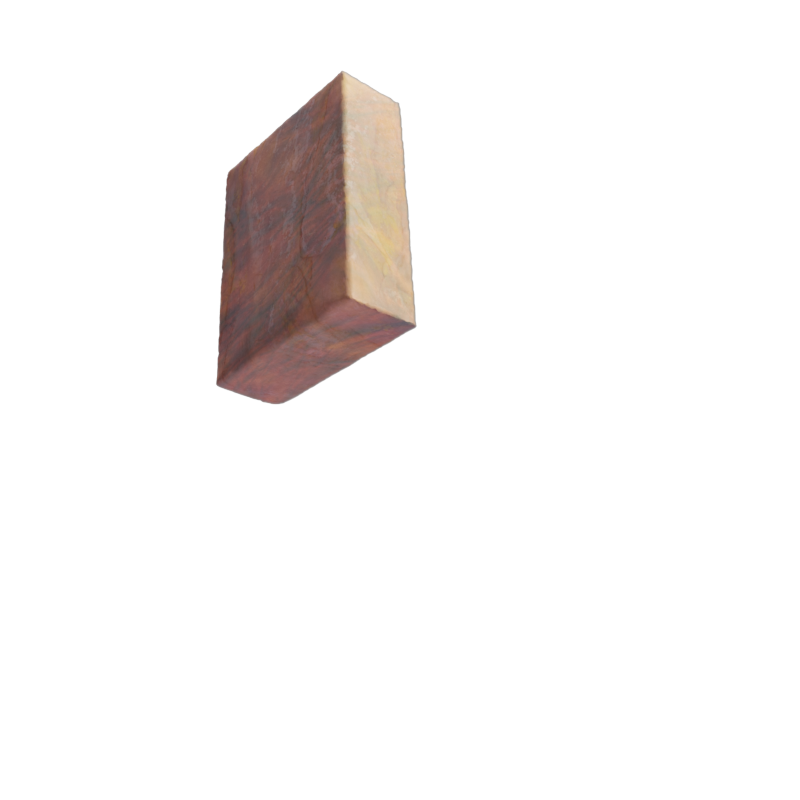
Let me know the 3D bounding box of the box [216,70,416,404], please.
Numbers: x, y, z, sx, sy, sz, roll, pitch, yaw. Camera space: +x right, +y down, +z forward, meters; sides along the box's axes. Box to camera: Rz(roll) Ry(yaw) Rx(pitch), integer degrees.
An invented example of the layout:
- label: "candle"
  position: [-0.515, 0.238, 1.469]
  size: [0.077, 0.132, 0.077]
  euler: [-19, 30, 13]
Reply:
- label: "box"
  position: [-0.068, -0.125, 0.873]
  size: [0.068, 0.228, 0.163]
  euler: [24, -40, -35]
